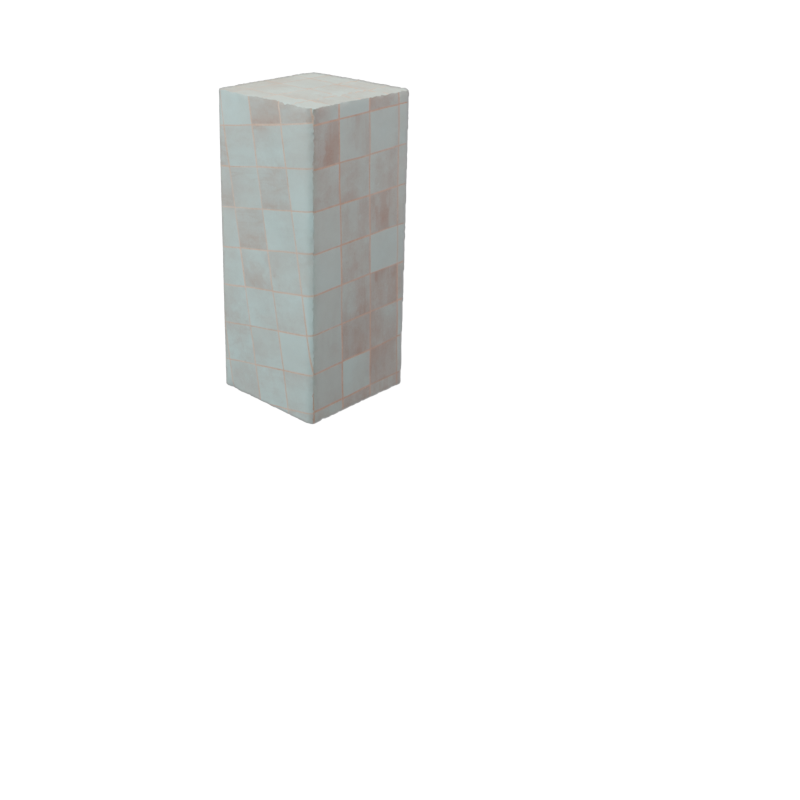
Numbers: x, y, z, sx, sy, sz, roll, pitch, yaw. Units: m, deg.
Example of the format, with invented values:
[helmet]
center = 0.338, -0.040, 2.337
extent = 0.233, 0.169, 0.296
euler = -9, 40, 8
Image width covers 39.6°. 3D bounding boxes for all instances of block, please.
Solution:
[block]
center = -0.058, -0.105, 0.736
extent = 0.096, 0.197, 0.089
euler = 19, 27, 39
